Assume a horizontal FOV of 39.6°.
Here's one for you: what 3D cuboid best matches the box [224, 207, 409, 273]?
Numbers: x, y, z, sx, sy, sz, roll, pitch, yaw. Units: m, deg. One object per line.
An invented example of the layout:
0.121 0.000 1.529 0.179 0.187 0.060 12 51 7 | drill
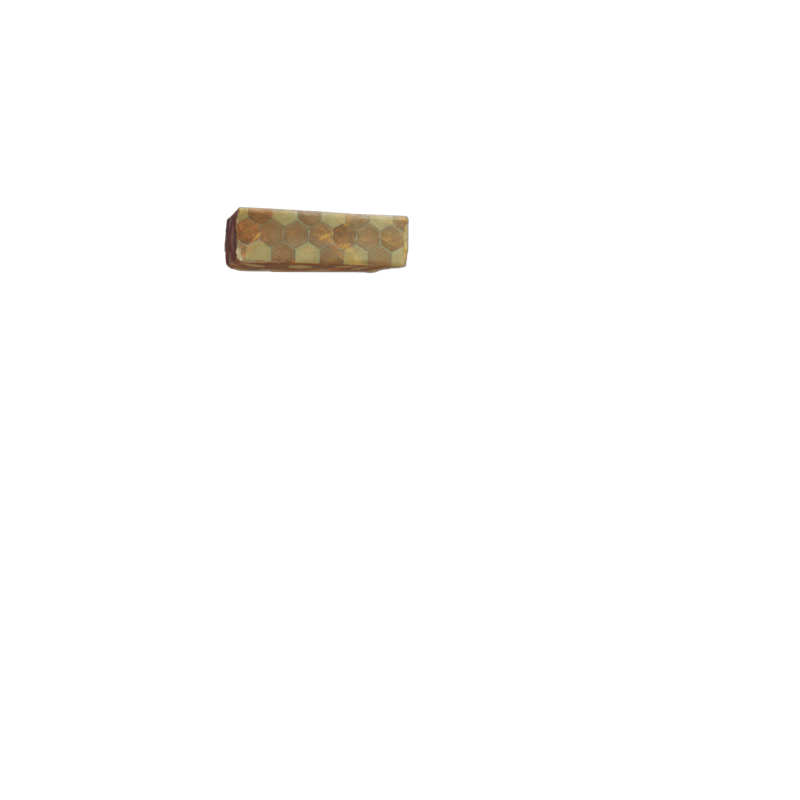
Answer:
-0.058 -0.106 0.743 0.112 0.039 0.091 -1 2 -11 | box
